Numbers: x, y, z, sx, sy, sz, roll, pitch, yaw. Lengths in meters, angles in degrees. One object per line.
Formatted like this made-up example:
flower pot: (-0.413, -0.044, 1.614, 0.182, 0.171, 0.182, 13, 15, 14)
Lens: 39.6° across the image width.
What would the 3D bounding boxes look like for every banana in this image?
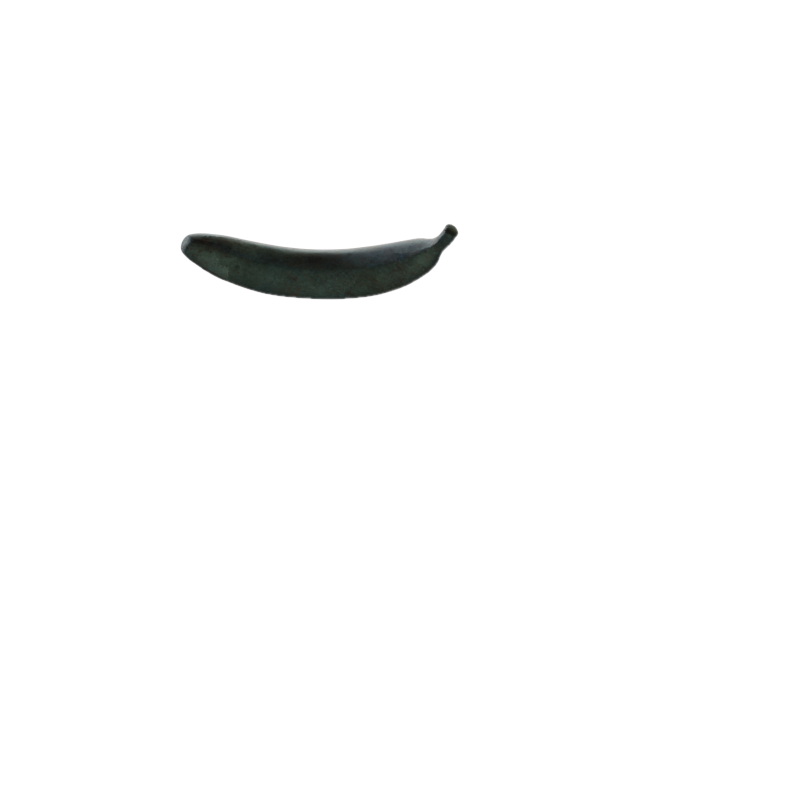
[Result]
banana: (-0.058, -0.102, 0.812, 0.198, 0.064, 0.039, -3, 45, 3)
